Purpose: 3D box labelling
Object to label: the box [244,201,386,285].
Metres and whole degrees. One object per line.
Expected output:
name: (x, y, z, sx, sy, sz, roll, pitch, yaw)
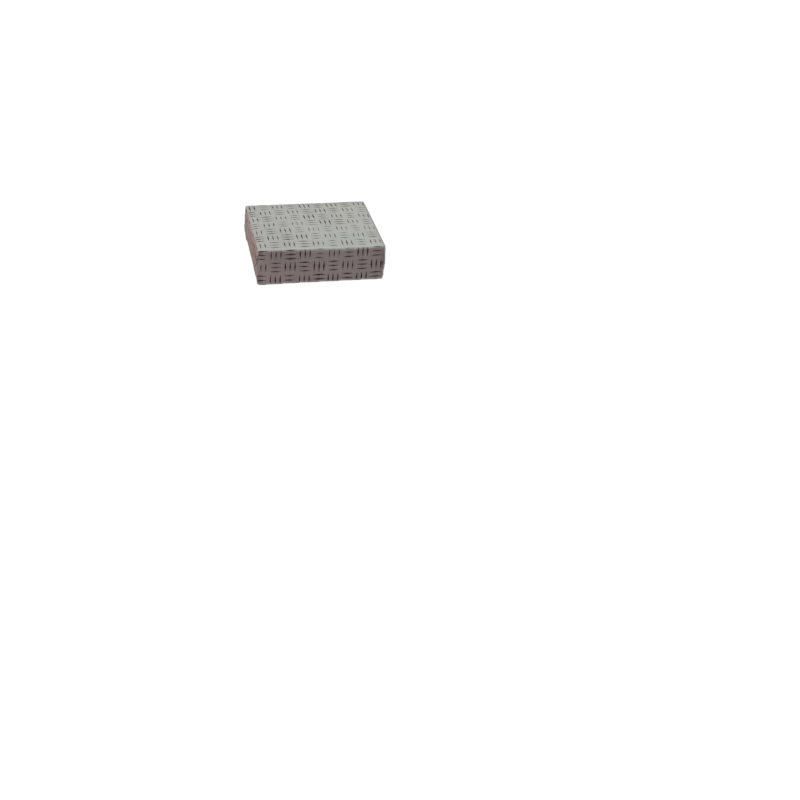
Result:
box: (-0.076, -0.139, 0.975, 0.112, 0.037, 0.096, -6, 33, -10)
